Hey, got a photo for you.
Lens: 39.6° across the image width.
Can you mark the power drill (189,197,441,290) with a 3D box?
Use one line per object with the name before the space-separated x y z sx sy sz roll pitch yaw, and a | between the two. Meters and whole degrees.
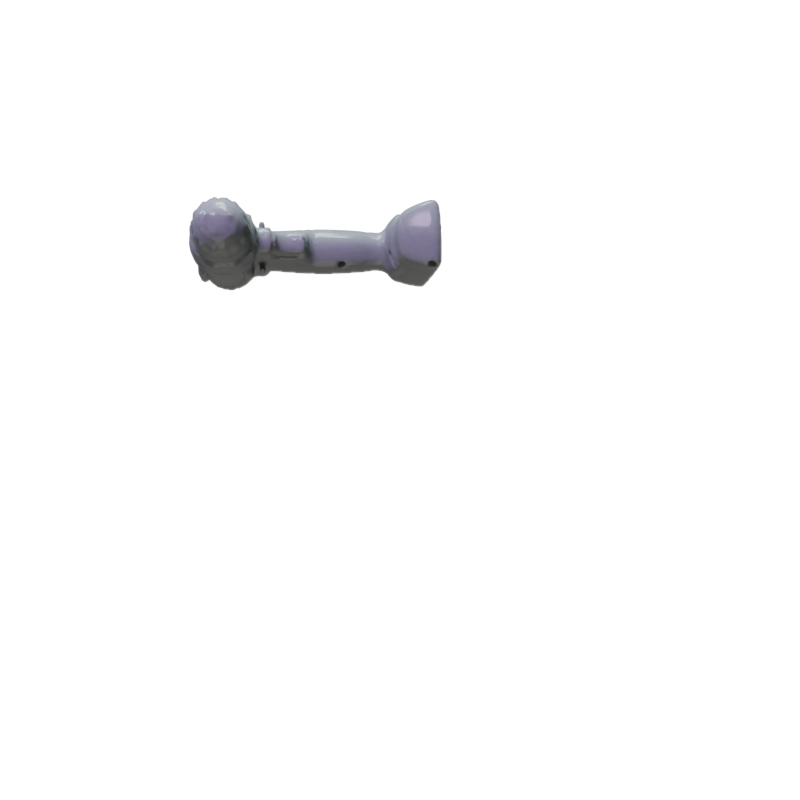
power drill | -0.066 -0.121 0.845 0.187 0.058 0.183 0 -2 -4
